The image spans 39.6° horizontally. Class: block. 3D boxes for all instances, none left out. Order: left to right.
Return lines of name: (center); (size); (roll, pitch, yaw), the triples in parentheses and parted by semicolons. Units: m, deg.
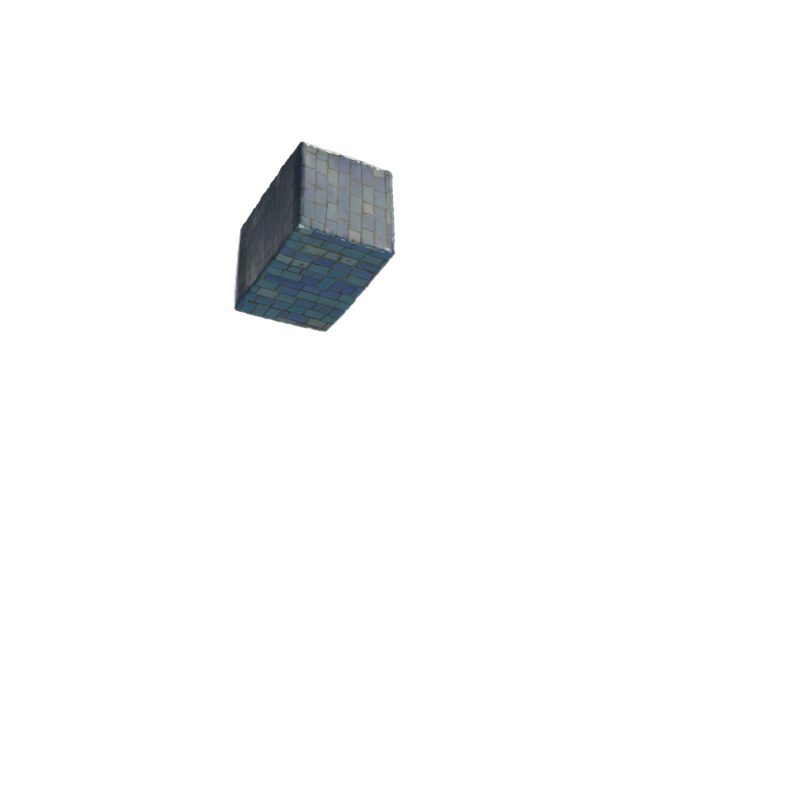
block: (-0.043, -0.078, 0.548); (0.051, 0.055, 0.076); (16, -37, -24)
